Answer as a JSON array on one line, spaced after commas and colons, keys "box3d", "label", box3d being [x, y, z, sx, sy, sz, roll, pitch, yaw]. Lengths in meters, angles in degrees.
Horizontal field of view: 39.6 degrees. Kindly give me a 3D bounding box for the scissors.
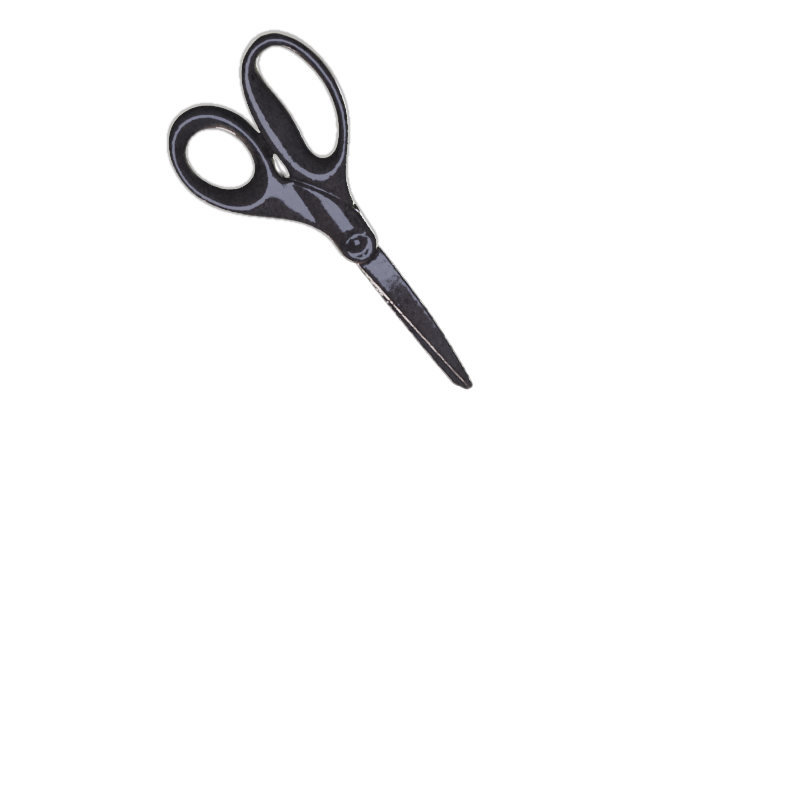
[{"box3d": [-0.042, -0.077, 0.537, 0.096, 0.193, 0.016, -20, 16, 6], "label": "scissors"}]
